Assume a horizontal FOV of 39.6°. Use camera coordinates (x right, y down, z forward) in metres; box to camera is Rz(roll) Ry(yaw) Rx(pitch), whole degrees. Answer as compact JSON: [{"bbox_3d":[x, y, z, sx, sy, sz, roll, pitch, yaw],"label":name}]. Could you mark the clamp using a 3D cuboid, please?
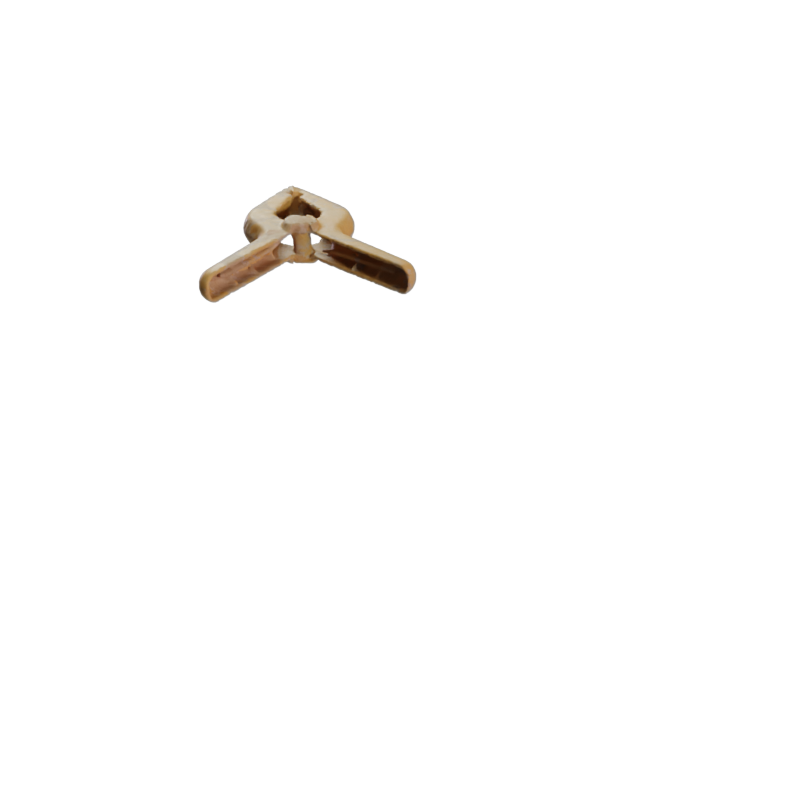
[{"bbox_3d":[-0.072,-0.131,0.920,0.165,0.034,0.221,0,28,0],"label":"clamp"}]
